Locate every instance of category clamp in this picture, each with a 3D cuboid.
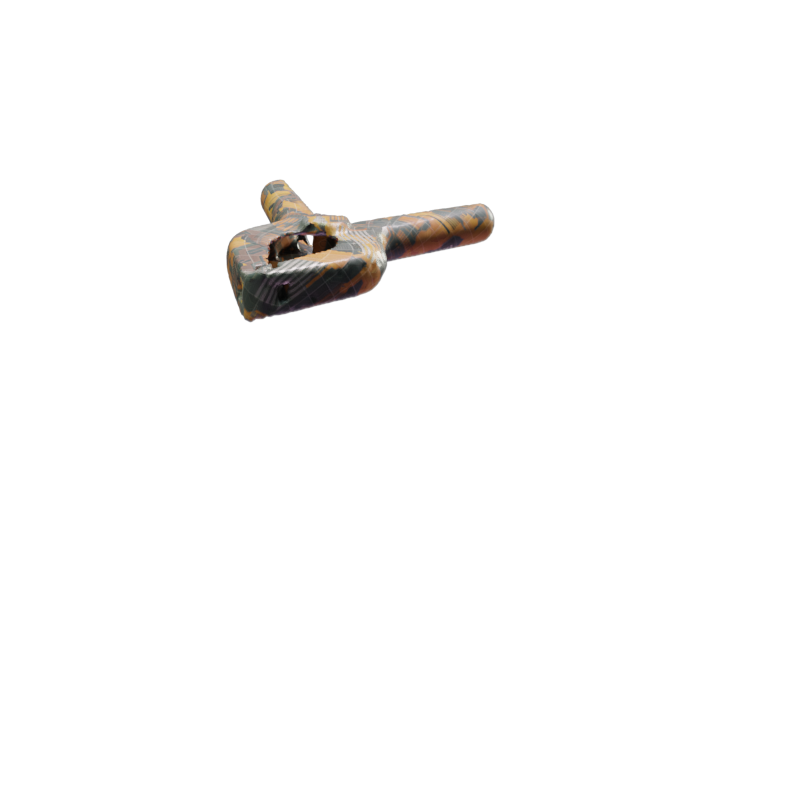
[{"bbox_3d":[-0.053,-0.097,0.682,0.171,0.035,0.211,12,27,24],"label":"clamp"}]
